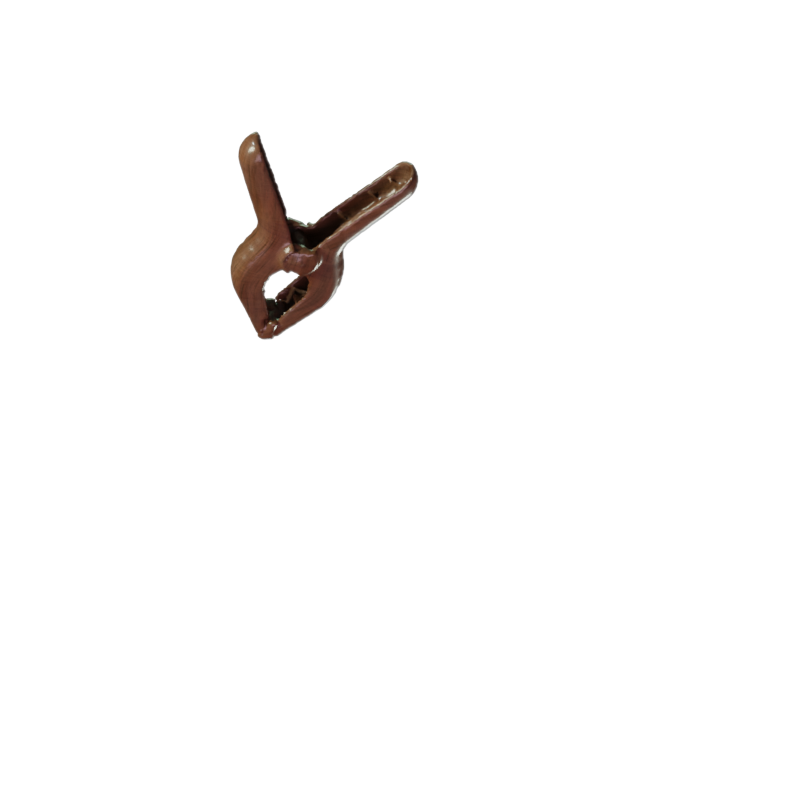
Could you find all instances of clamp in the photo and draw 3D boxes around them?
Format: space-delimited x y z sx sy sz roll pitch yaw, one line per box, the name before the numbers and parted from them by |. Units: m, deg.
clamp | -0.059 -0.108 0.760 0.118 0.042 0.162 8 -43 -9
